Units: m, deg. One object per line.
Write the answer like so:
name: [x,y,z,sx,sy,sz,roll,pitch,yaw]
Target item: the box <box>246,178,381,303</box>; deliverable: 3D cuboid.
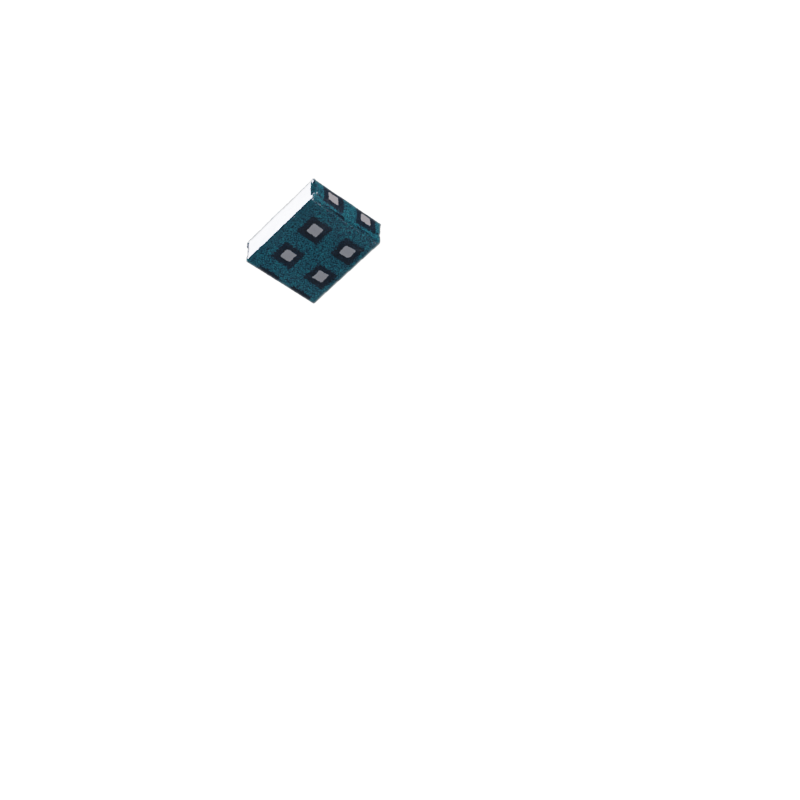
box: [-0.071,-0.130,0.909,0.069,0.032,0.088,33,-56,-26]
